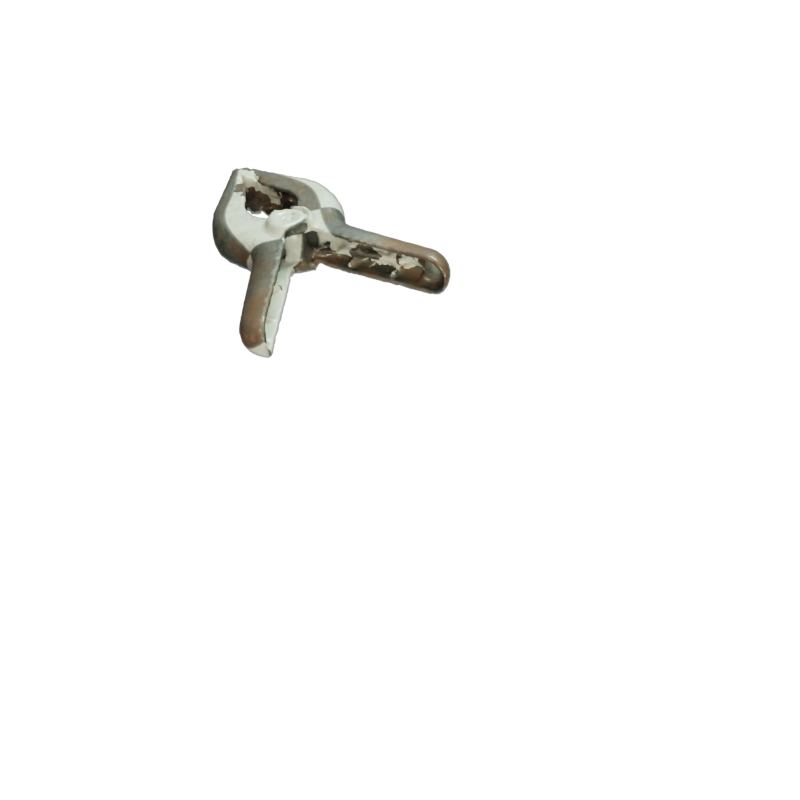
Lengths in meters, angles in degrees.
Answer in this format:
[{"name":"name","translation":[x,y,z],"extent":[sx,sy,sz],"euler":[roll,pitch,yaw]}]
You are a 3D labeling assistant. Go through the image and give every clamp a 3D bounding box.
[{"name":"clamp","translation":[-0.050,-0.092,0.642],"extent":[0.118,0.037,0.185],"euler":[-11,40,-14]}]
